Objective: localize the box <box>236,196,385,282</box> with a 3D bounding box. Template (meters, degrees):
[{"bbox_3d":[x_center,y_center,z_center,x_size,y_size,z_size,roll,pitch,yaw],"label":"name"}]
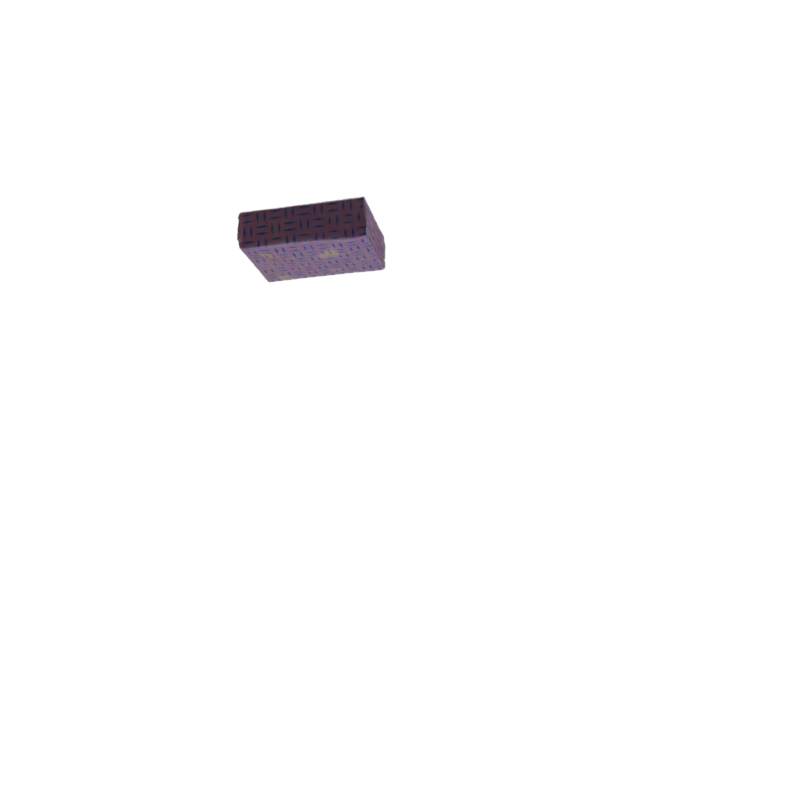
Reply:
[{"bbox_3d":[-0.076,-0.138,0.965,0.115,0.041,0.085,-3,-15,12],"label":"box"}]
